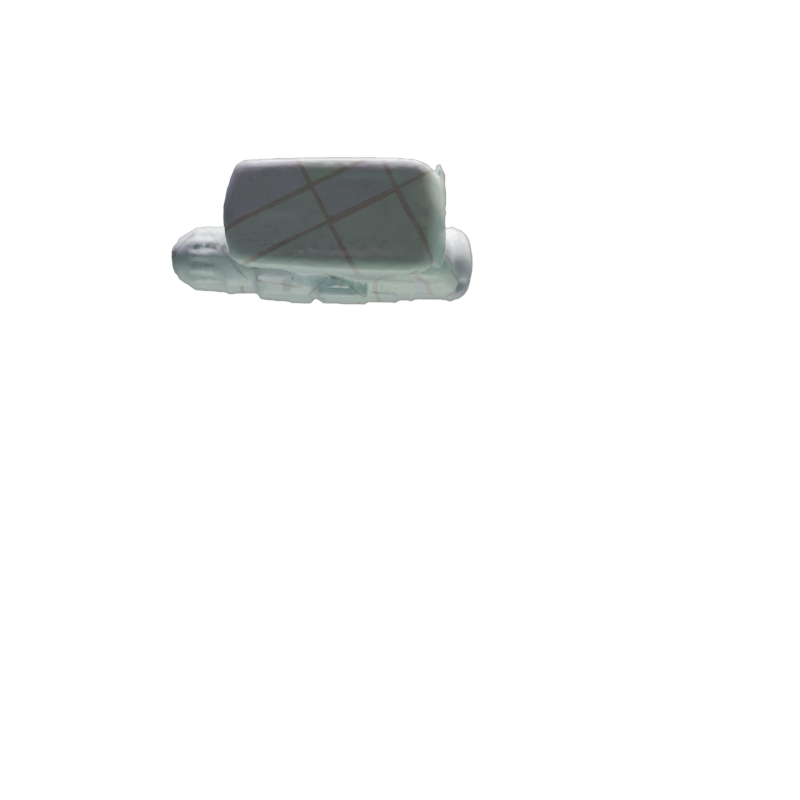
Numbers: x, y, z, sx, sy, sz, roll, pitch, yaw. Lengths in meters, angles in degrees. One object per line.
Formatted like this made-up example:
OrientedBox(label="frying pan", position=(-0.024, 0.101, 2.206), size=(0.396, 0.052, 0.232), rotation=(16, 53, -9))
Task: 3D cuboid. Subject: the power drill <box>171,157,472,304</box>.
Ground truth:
OrientedBox(label="power drill", position=(-0.048, -0.088, 0.613), size=(0.185, 0.058, 0.185), rotation=(0, -1, 2))
